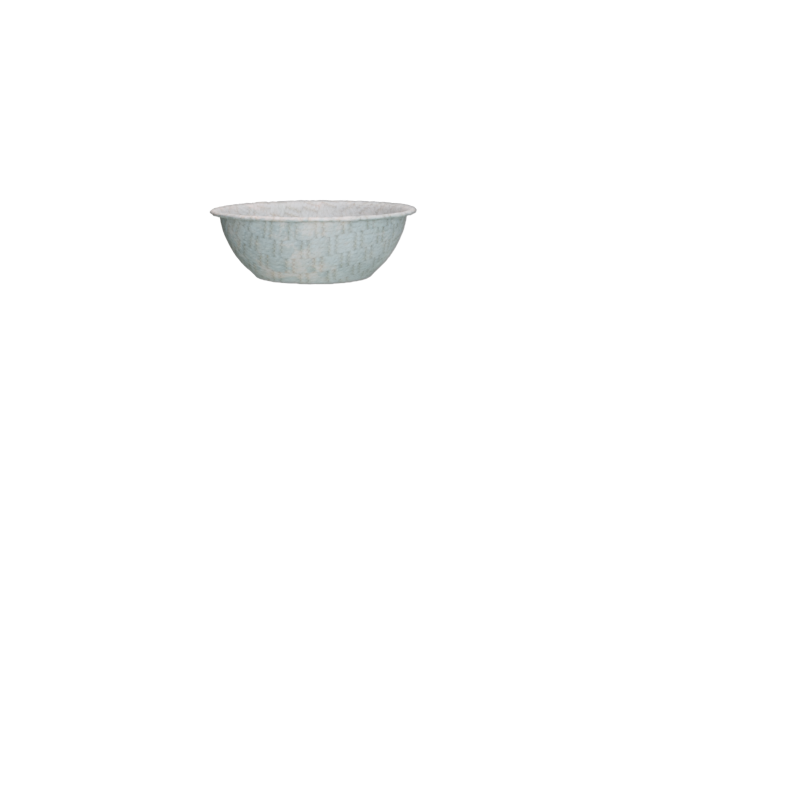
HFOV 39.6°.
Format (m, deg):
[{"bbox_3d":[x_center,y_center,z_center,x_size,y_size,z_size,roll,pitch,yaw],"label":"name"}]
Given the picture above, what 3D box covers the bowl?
[{"bbox_3d":[-0.068,-0.124,0.872,0.162,0.054,0.166,0,14,-2],"label":"bowl"}]
